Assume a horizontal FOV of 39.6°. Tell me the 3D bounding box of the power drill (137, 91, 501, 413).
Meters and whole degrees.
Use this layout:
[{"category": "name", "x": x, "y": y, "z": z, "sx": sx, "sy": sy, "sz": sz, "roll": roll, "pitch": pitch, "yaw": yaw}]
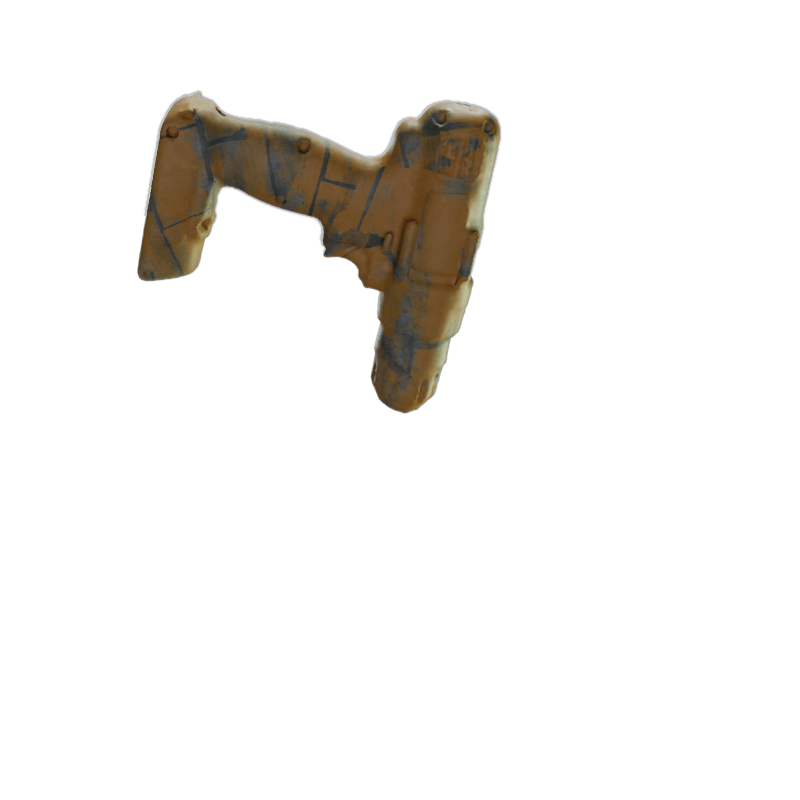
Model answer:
[{"category": "power drill", "x": -0.049, "y": -0.089, "z": 0.626, "sx": 0.186, "sy": 0.178, "sz": 0.060, "roll": 10, "pitch": 18, "yaw": -4}]
